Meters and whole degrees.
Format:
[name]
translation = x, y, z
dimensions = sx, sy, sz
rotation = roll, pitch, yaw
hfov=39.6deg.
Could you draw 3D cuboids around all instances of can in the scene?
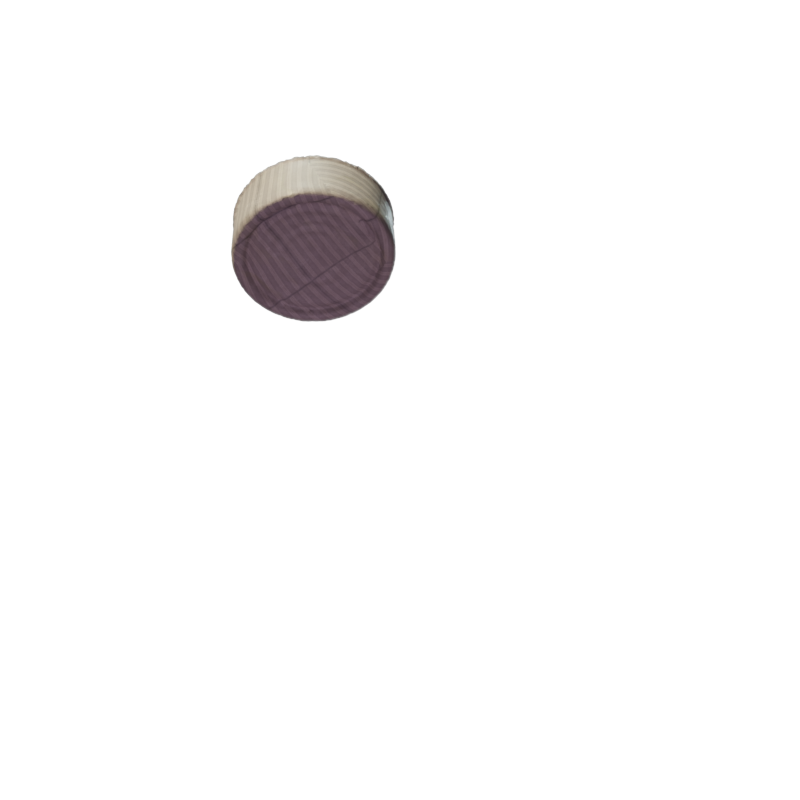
[can]
translation = -0.045, -0.082, 0.577
dimensions = 0.086, 0.080, 0.036
rotation = 1, 40, -1
